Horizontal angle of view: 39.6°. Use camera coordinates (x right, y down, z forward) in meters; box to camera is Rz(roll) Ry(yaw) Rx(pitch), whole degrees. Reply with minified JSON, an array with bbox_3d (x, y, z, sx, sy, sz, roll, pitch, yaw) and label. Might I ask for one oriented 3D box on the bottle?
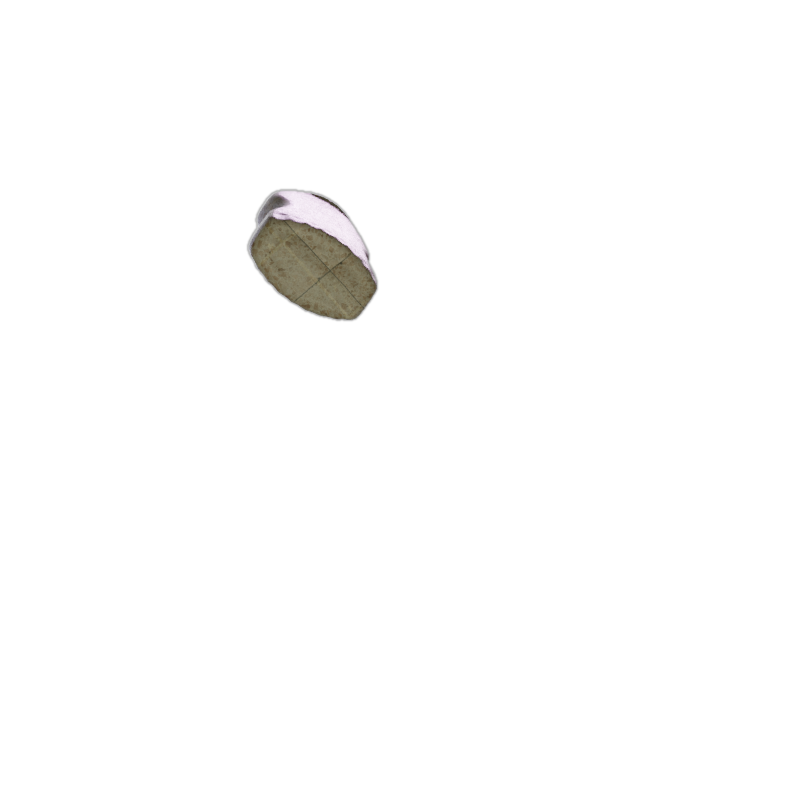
[{"bbox_3d":[-0.069,-0.125,0.875,0.094,0.057,0.199,30,15,-13],"label":"bottle"}]
